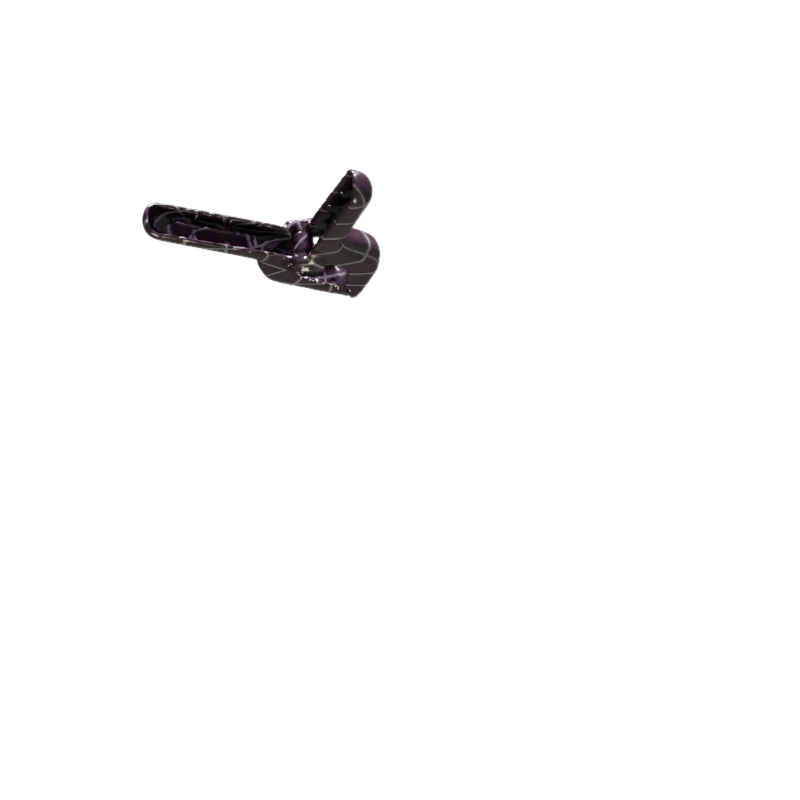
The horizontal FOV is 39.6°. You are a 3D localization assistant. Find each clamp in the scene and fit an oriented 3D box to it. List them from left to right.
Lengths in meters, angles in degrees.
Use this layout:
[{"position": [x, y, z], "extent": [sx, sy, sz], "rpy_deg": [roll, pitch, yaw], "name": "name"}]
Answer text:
[{"position": [-0.063, -0.116, 0.811], "extent": [0.168, 0.038, 0.198], "rpy_deg": [-6, -13, 26], "name": "clamp"}]
